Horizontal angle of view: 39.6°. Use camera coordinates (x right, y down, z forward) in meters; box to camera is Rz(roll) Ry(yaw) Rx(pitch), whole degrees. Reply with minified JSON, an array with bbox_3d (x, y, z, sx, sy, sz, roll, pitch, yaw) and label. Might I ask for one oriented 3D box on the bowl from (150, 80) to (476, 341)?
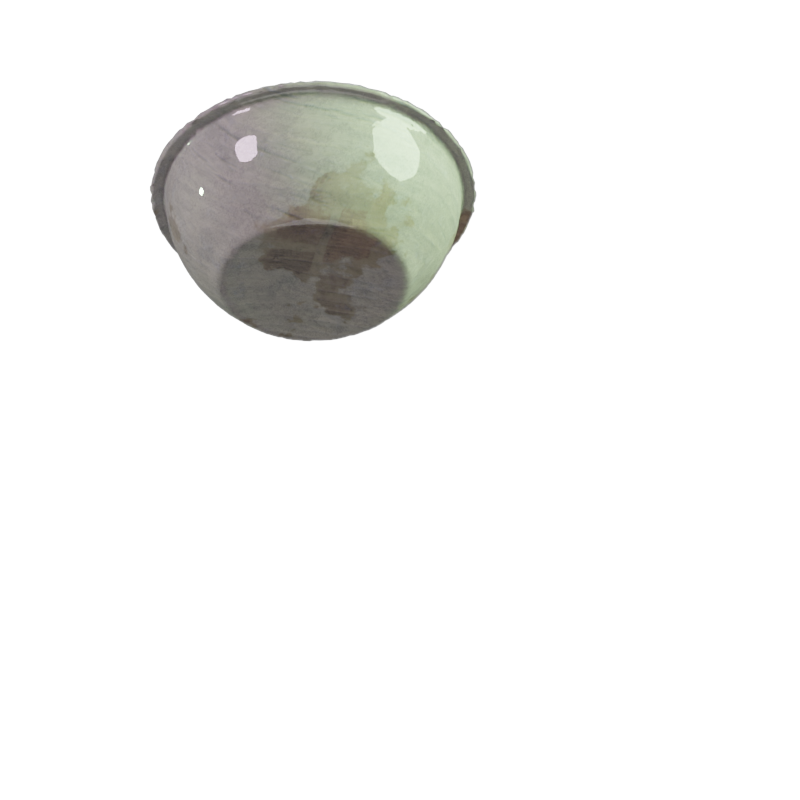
[{"bbox_3d":[-0.042,-0.077,0.538,0.162,0.059,0.151,1,-36,-2],"label":"bowl"}]
